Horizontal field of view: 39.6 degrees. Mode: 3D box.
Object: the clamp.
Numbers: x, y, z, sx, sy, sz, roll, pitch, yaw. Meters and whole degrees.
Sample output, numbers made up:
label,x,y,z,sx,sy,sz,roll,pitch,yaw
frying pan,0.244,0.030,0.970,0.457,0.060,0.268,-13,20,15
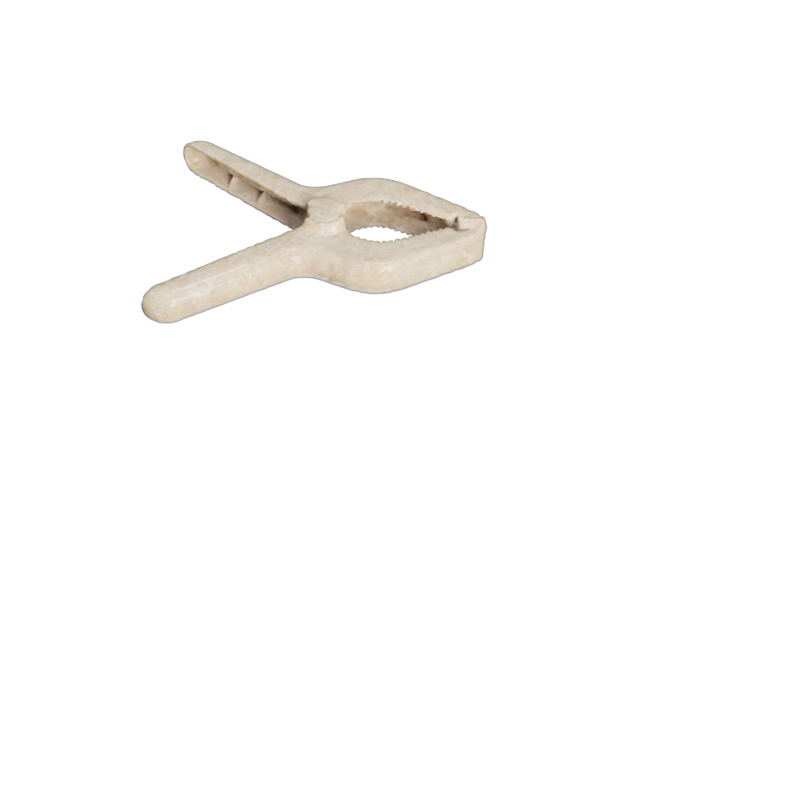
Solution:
label,x,y,z,sx,sy,sz,roll,pitch,yaw
clamp,-0.054,-0.099,0.690,0.212,0.174,0.034,7,-44,7
